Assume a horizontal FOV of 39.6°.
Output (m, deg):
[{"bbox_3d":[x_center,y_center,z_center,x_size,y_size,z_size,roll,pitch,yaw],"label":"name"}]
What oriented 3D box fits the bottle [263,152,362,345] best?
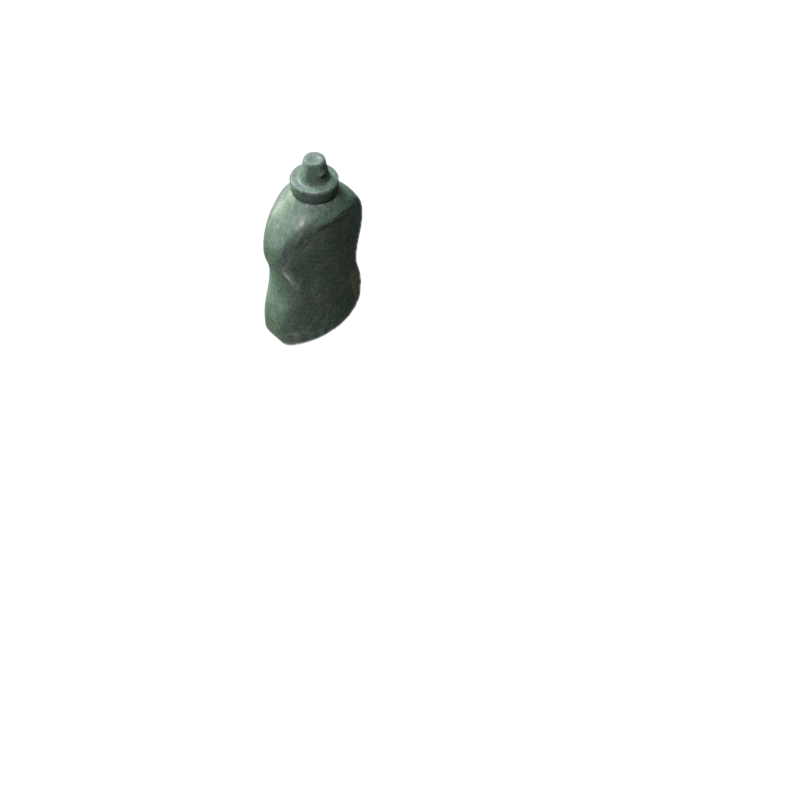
[{"bbox_3d":[-0.075,-0.138,0.968,0.096,0.179,0.062,-33,58,-28],"label":"bottle"}]
